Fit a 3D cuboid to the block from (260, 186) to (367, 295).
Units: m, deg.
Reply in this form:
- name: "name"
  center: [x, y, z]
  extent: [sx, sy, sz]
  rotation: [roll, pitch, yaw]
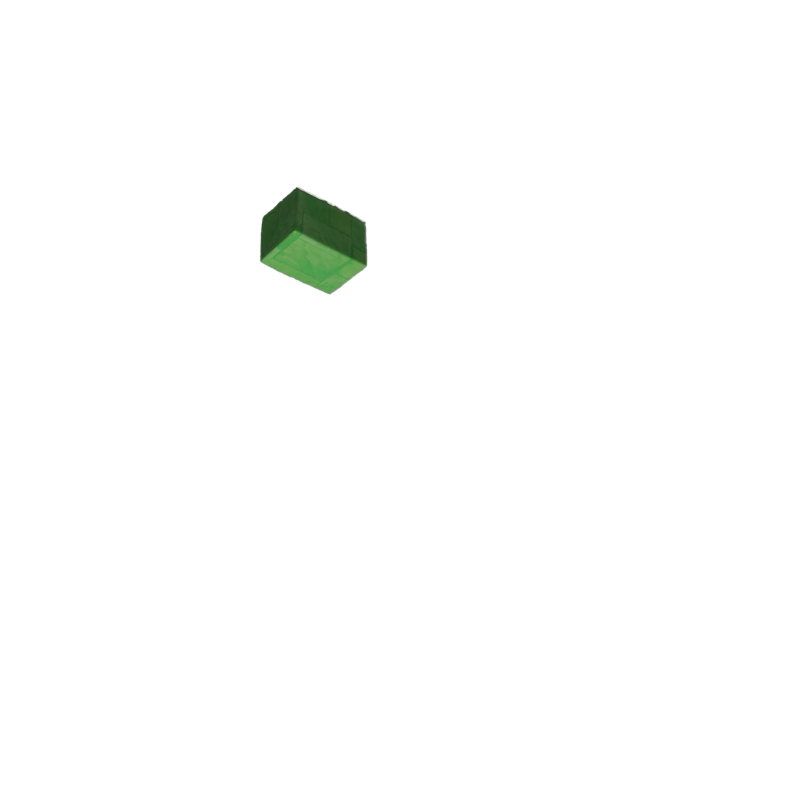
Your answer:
- name: "block"
  center: [-0.074, -0.135, 0.942]
  extent: [0.074, 0.055, 0.052]
  rotation: [24, -43, -31]
